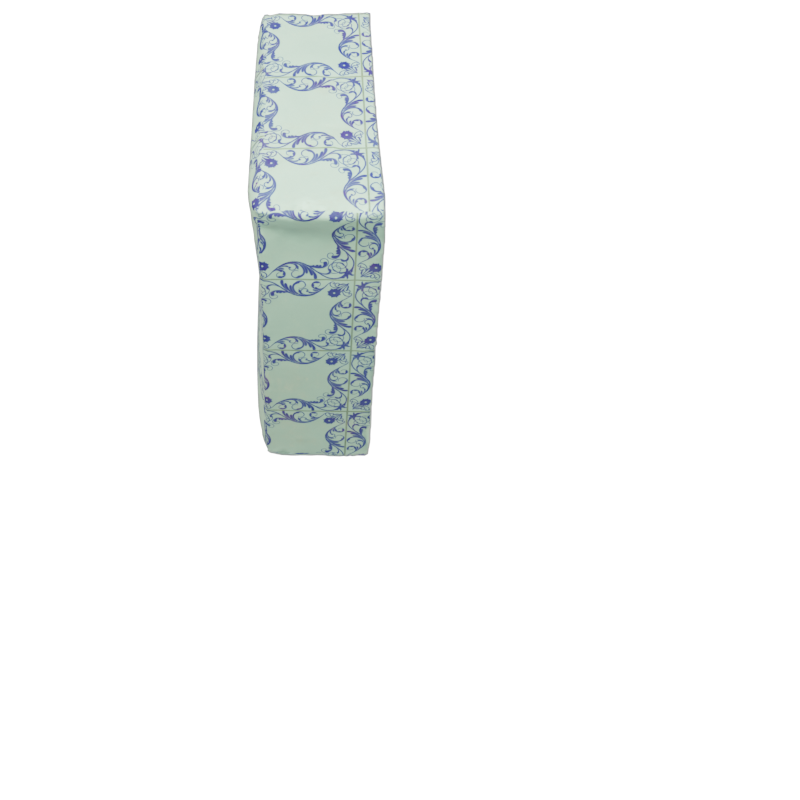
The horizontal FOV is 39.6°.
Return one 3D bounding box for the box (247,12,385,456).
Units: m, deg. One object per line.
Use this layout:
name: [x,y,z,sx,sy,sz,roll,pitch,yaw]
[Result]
box: [-0.051,-0.093,0.653,0.071,0.176,0.199,-1,-39,-4]
